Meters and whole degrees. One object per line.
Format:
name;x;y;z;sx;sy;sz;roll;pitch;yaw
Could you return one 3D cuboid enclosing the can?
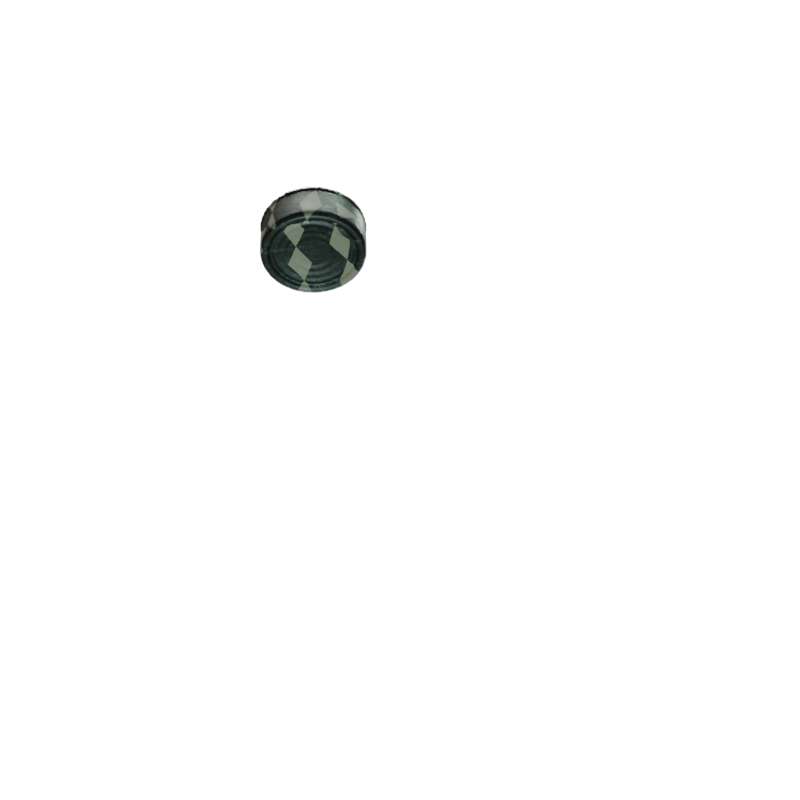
can;-0.069;-0.126;0.885;0.086;0.080;0.036;1;45;-1
